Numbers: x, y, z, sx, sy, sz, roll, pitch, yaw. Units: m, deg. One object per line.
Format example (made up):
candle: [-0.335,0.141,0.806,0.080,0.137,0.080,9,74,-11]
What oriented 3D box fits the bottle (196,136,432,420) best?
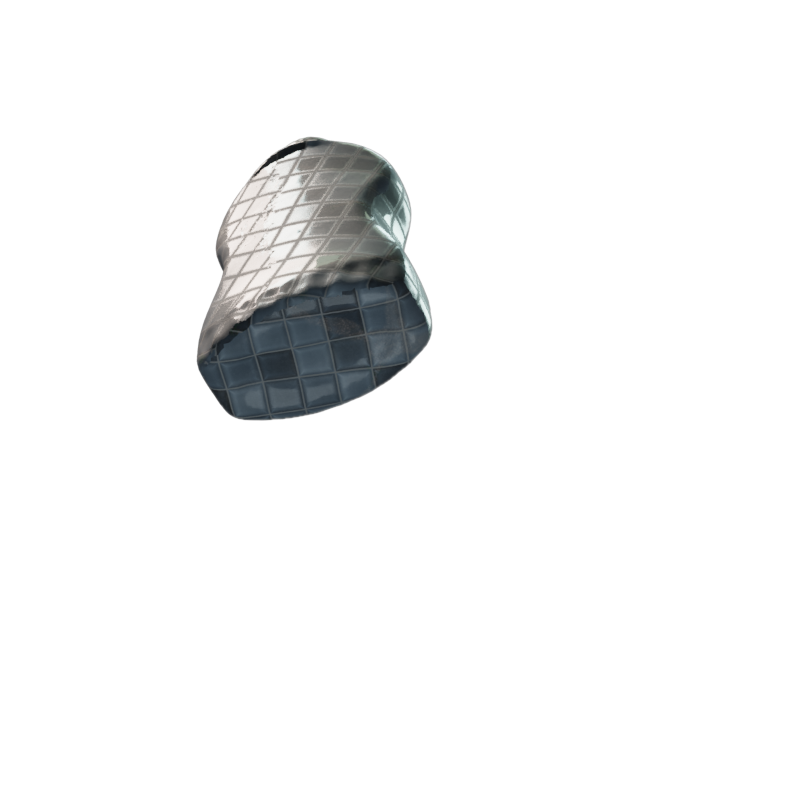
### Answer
bottle: [-0.041,-0.075,0.525,0.096,0.054,0.205,-23,33,12]
